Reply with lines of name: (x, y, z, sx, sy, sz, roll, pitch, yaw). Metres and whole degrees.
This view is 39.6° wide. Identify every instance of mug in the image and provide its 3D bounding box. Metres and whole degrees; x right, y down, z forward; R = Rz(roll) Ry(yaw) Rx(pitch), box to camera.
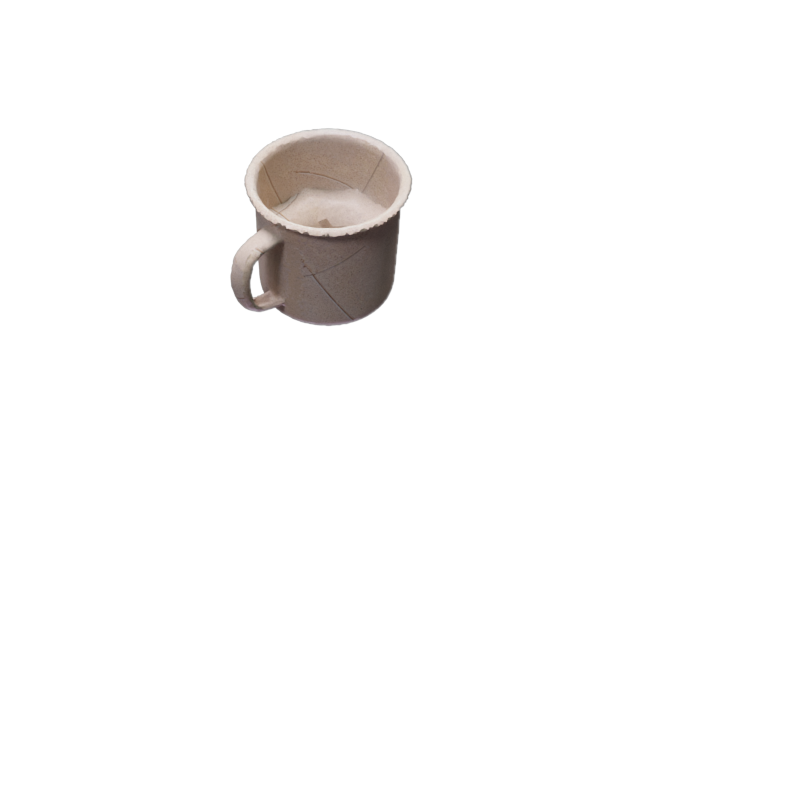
mug: (-0.050, -0.091, 0.636, 0.099, 0.076, 0.118, 33, 54, 26)
